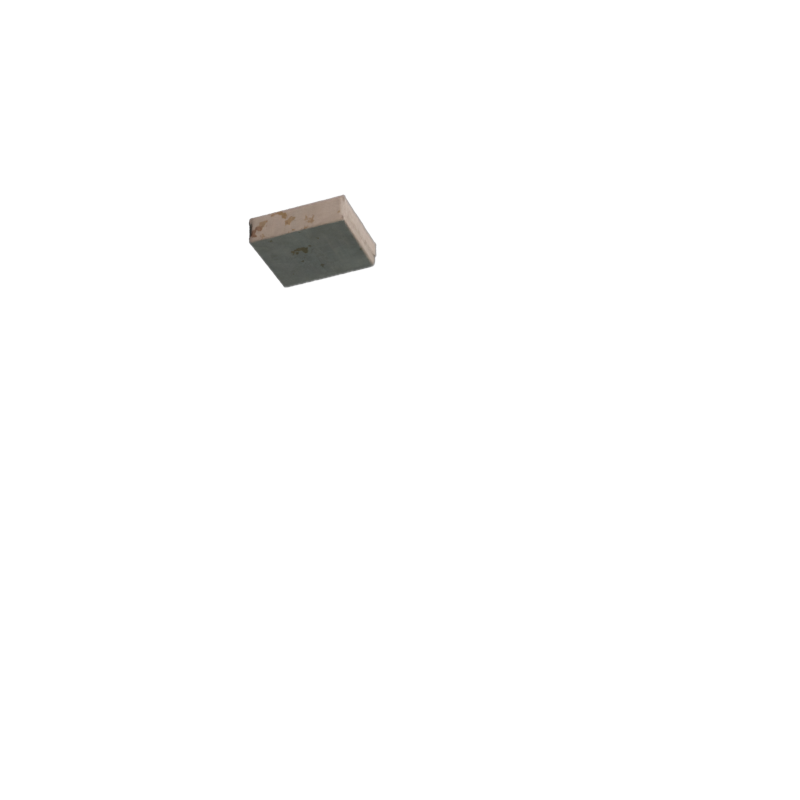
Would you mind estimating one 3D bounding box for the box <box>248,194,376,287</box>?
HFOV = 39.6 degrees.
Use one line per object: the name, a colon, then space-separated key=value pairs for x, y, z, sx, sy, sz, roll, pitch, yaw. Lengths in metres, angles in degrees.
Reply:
box: x=-0.074 y=-0.135 z=0.943 sx=0.090 sy=0.032 sz=0.067 roll=-12 pitch=-33 yaw=18
